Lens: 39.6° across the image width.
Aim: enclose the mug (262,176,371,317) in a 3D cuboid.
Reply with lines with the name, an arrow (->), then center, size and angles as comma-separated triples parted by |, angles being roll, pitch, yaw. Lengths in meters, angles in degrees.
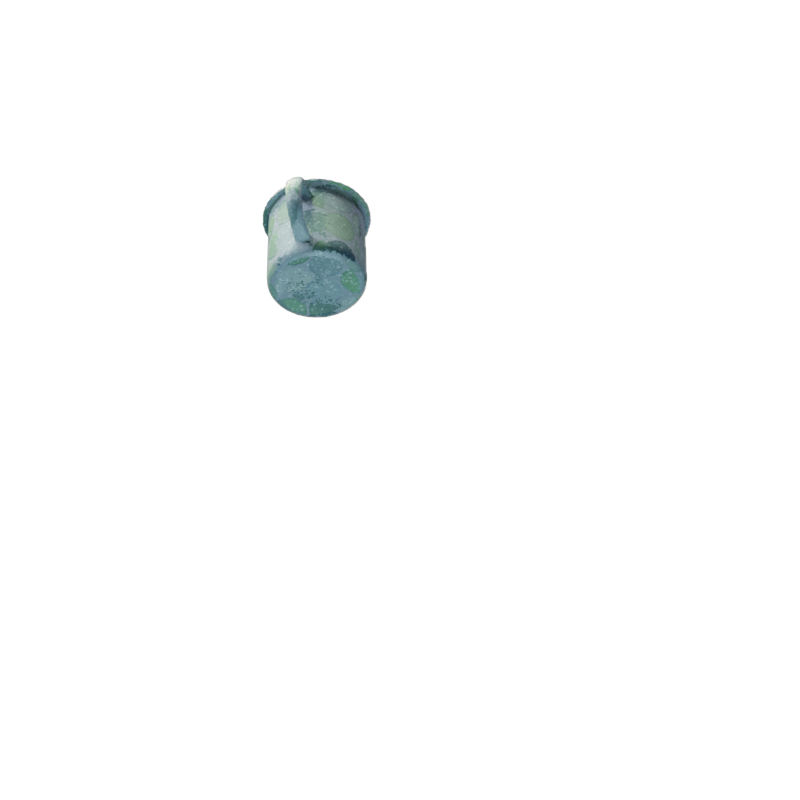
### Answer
mug -> -0.072, -0.131, 0.915 | 0.094, 0.088, 0.108 | -9, -43, 8
